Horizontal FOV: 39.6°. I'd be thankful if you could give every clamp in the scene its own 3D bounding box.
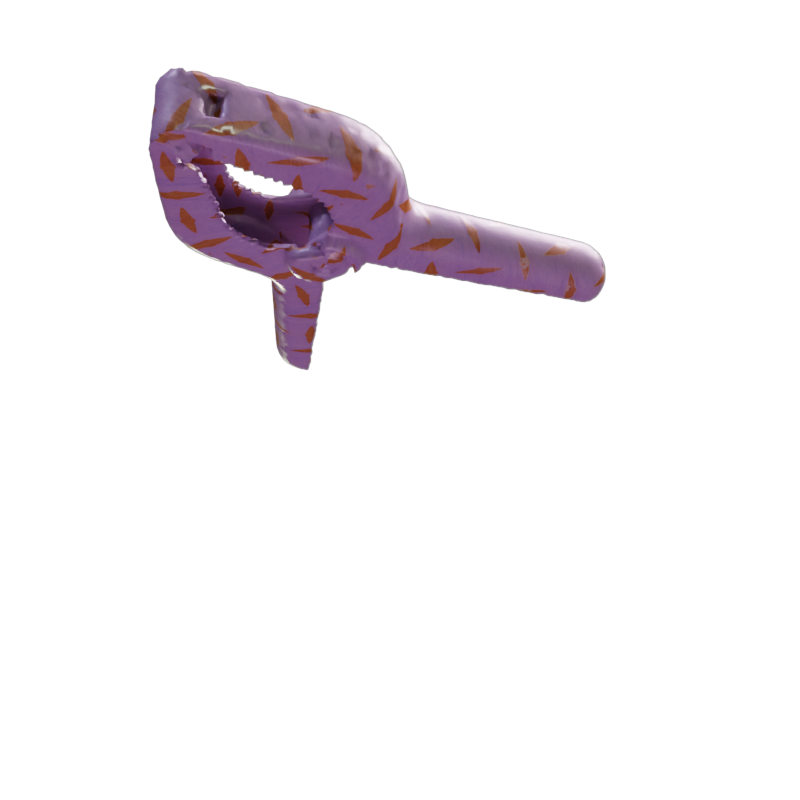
[{"bbox_3d":[-0.036,-0.065,0.455,0.166,0.038,0.196,-18,-29,35],"label":"clamp"}]
